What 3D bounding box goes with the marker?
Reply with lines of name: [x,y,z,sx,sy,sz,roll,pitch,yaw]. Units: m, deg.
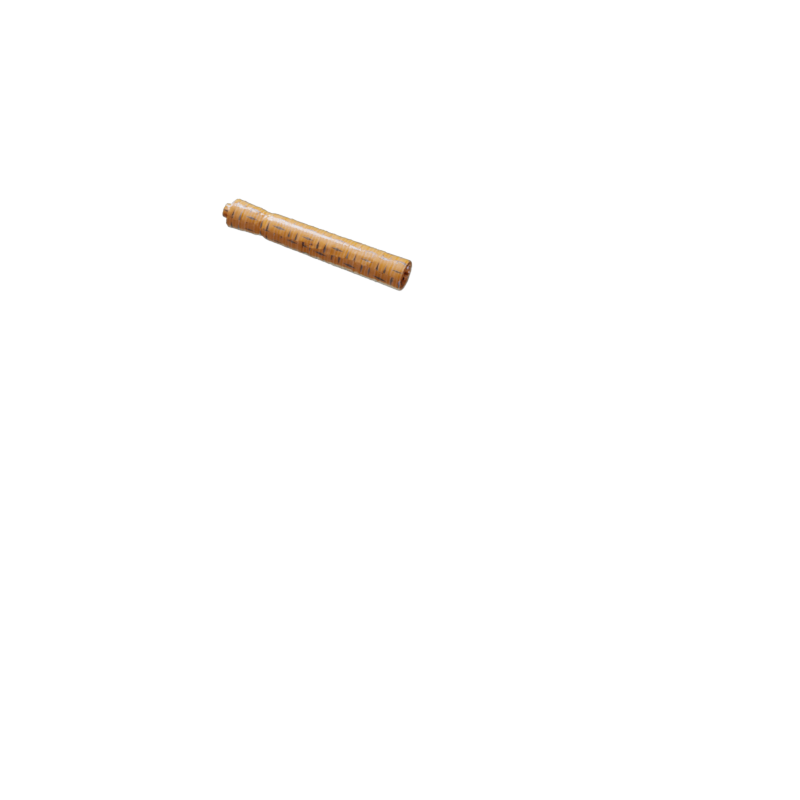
marker: [-0.052,-0.094,0.659,0.125,0.019,0.019,22,10,18]
